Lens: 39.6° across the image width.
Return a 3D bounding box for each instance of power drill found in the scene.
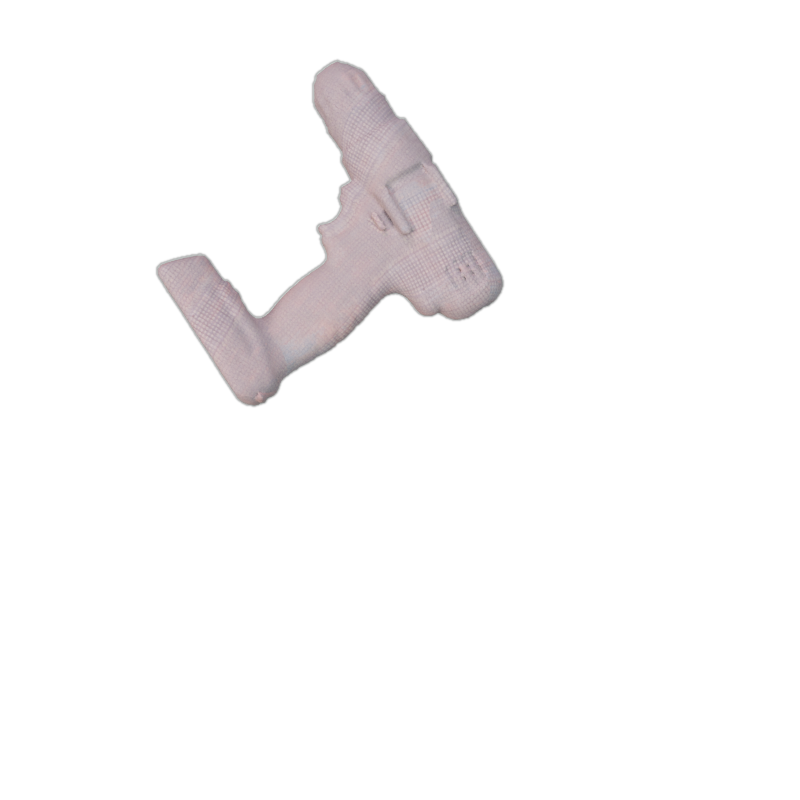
[{"bbox_3d":[-0.054,-0.099,0.696,0.188,0.189,0.056,-32,-8,-6],"label":"power drill"}]
